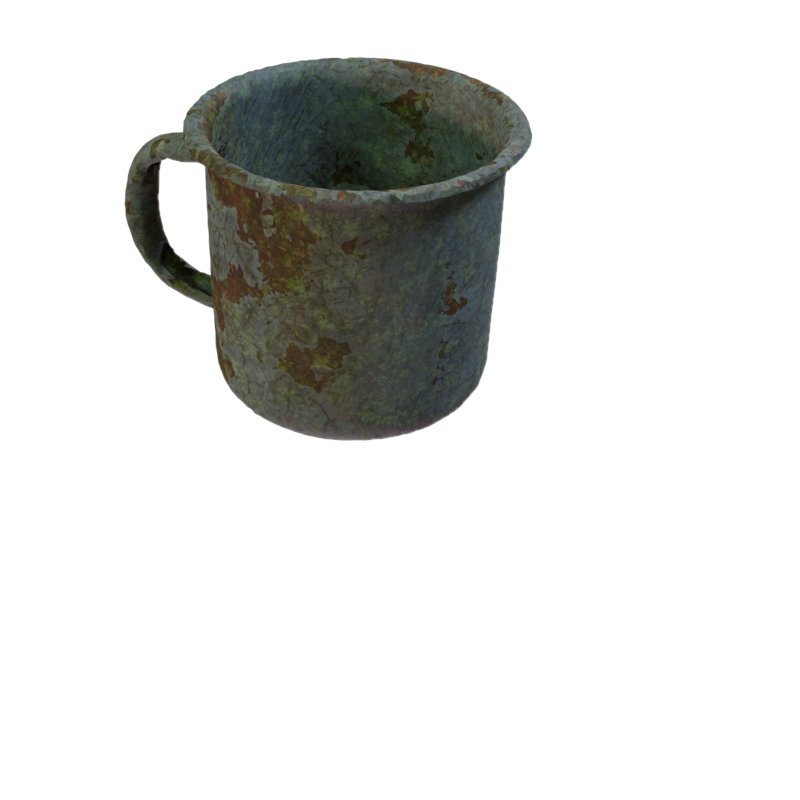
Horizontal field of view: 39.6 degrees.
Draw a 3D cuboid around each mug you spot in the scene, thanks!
[{"bbox_3d":[-0.025,-0.046,0.320,0.120,0.076,0.097,9,35,12],"label":"mug"}]
